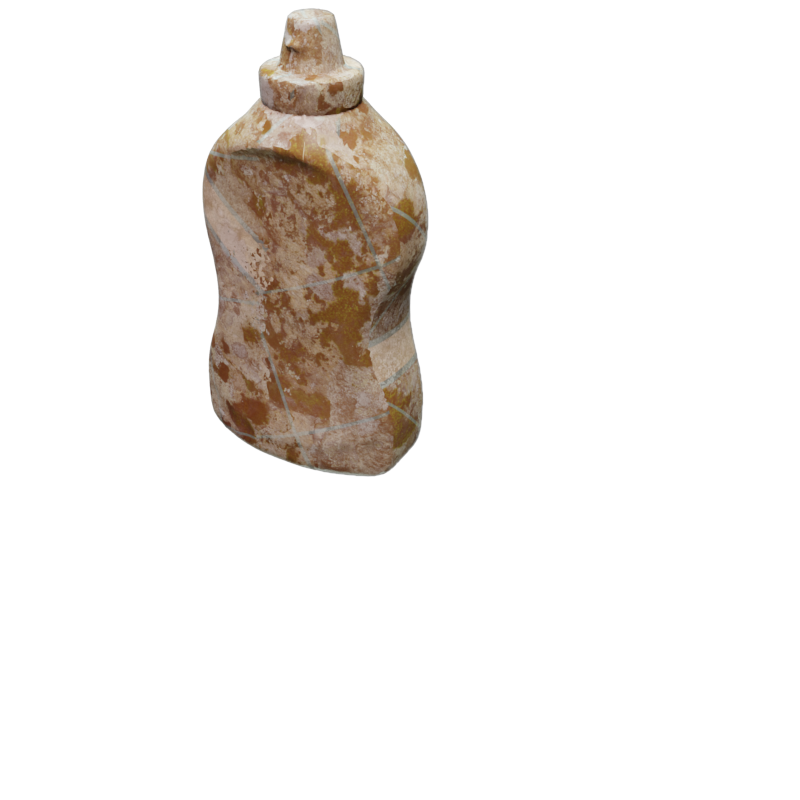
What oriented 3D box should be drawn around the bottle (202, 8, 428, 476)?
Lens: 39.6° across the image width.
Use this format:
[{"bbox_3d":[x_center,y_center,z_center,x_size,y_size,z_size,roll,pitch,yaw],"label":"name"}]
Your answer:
[{"bbox_3d":[-0.036,-0.065,0.458,0.101,0.181,0.059,18,32,27],"label":"bottle"}]
